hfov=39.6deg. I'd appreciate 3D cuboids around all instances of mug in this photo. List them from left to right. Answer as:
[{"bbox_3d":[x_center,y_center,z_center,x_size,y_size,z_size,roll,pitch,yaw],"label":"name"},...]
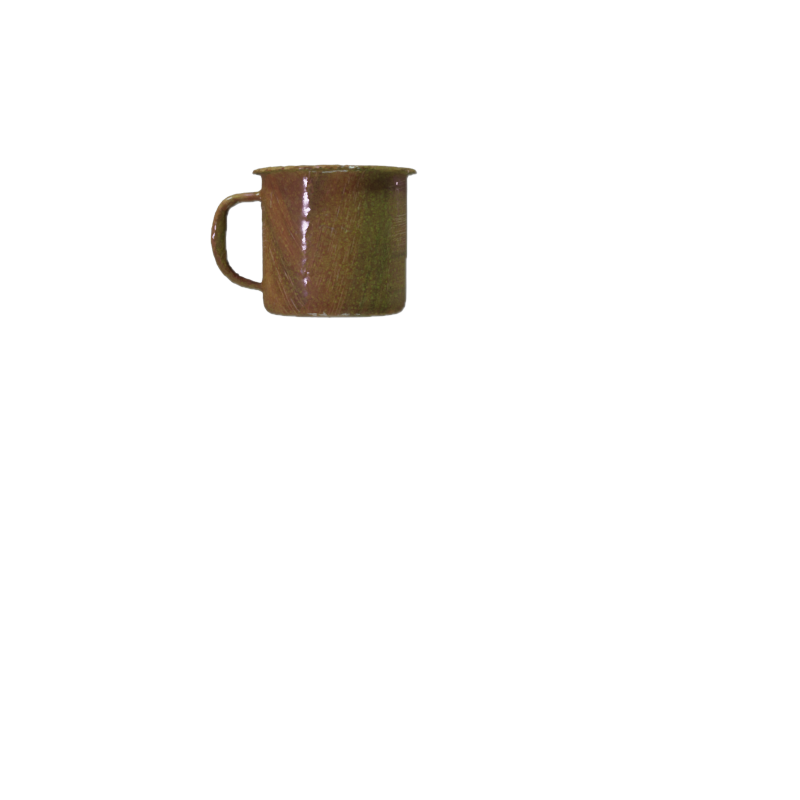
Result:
[{"bbox_3d":[-0.049,-0.090,0.627,0.117,0.081,0.094,0,5,1],"label":"mug"}]
